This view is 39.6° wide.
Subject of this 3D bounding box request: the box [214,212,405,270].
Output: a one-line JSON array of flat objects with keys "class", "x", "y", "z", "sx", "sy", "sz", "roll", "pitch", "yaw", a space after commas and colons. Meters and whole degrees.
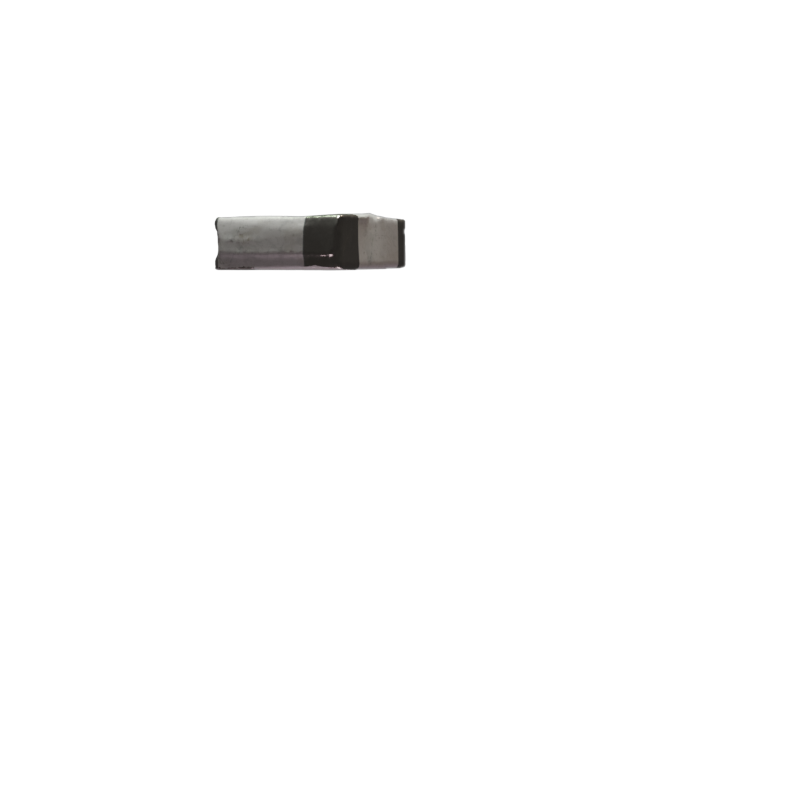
[{"class": "box", "x": -0.047, "y": -0.085, "z": 0.597, "sx": 0.075, "sy": 0.030, "sz": 0.087, "roll": 3, "pitch": 7, "yaw": 25}]
